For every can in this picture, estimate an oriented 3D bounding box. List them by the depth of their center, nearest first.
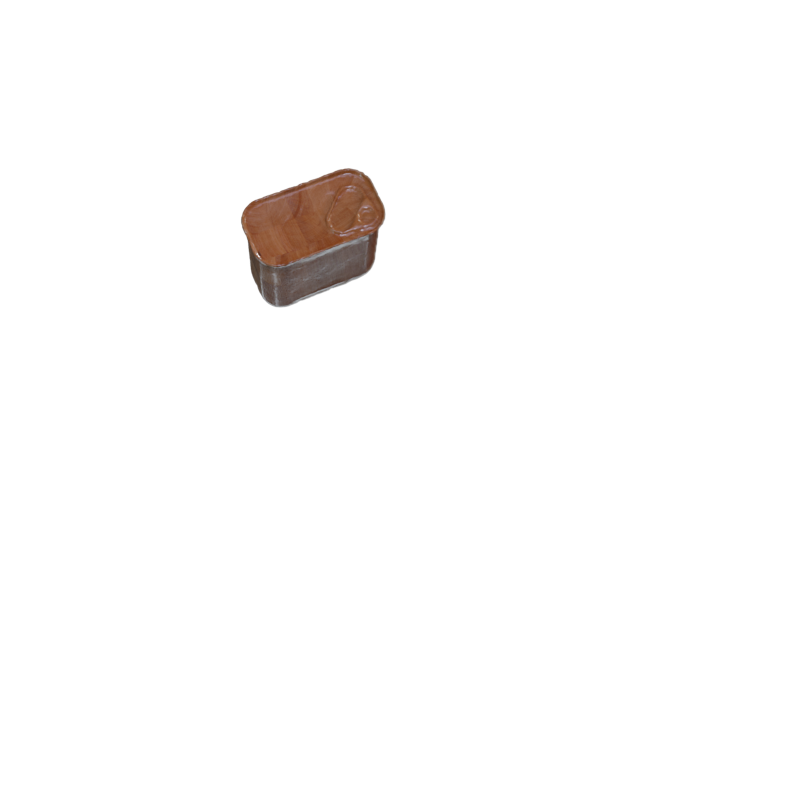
[{"bbox_3d":[-0.065,-0.119,0.836,0.101,0.061,0.080,-22,-19,-11],"label":"can"}]
